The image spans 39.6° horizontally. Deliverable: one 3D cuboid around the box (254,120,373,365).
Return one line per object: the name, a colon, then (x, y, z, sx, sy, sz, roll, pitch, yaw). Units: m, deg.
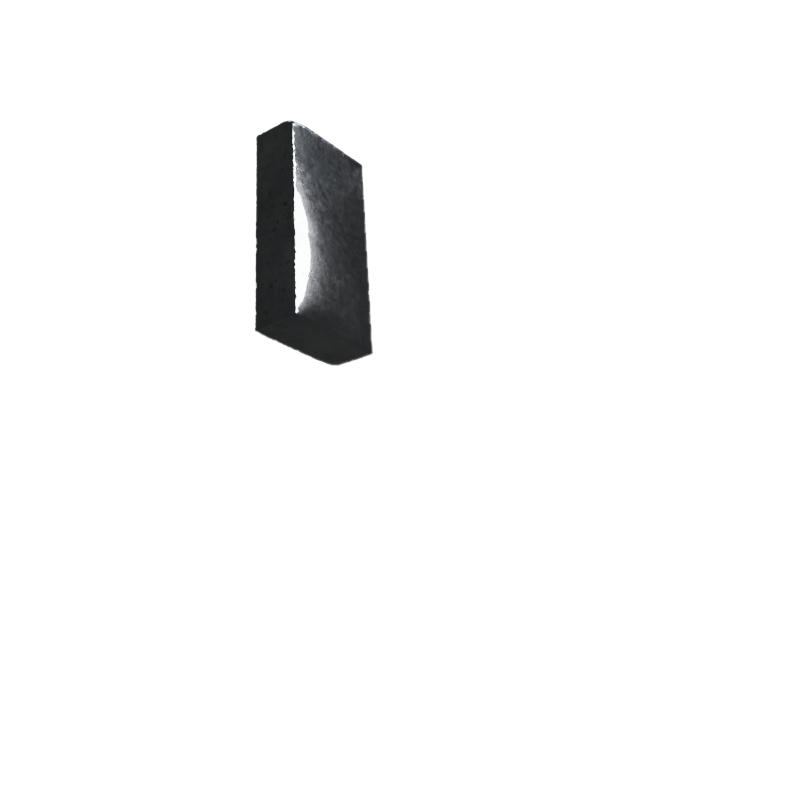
box: (-0.067, -0.123, 0.860, 0.048, 0.187, 0.087, -22, -33, 34)
